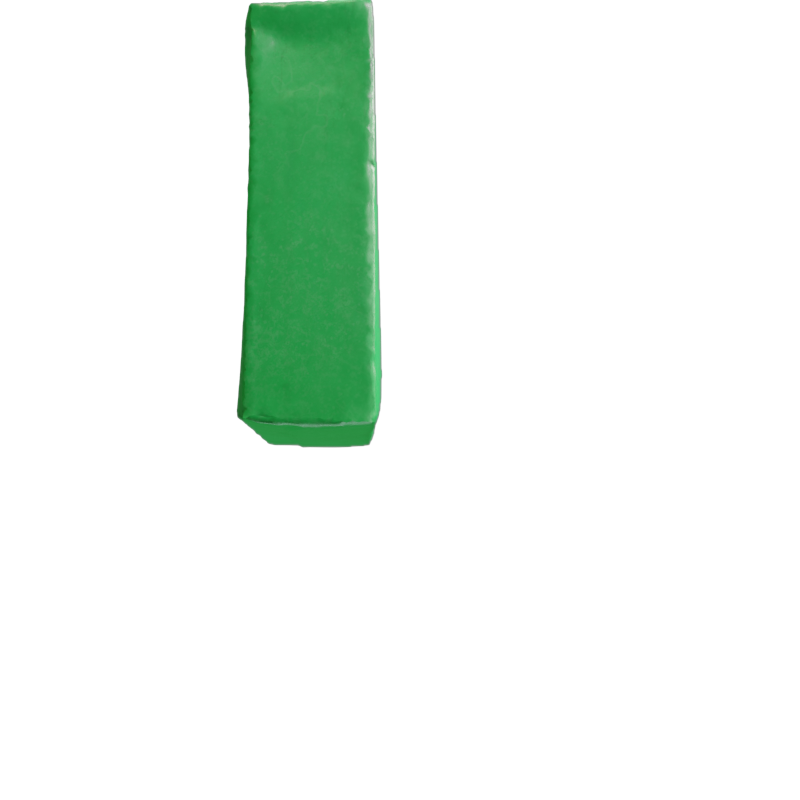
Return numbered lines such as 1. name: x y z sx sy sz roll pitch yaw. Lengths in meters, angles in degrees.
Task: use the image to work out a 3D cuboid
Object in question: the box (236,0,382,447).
1. box: -0.047 -0.086 0.605 0.072 0.220 0.160 -1 -10 -1
